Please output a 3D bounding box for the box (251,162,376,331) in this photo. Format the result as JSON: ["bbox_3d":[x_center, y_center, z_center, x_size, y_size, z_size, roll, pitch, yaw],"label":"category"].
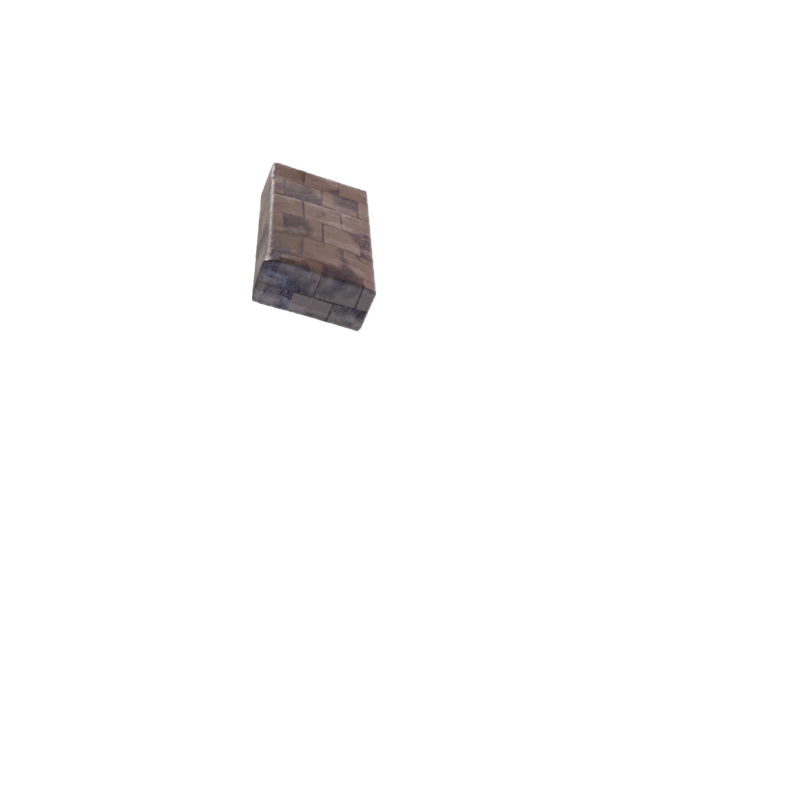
[{"bbox_3d":[-0.073,-0.133,0.935,0.091,0.046,0.188,15,31,-13],"label":"box"}]
